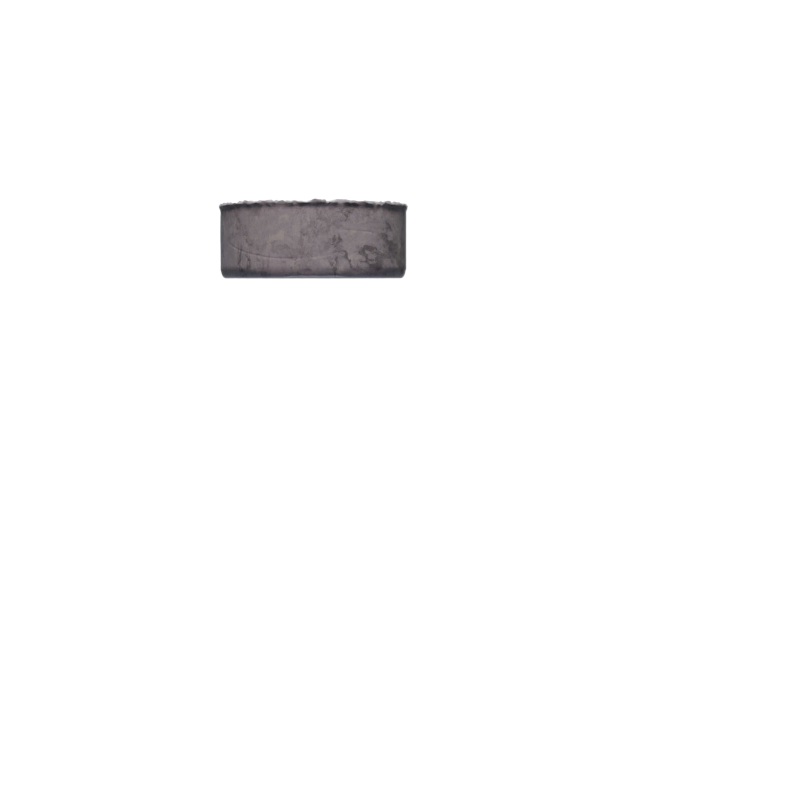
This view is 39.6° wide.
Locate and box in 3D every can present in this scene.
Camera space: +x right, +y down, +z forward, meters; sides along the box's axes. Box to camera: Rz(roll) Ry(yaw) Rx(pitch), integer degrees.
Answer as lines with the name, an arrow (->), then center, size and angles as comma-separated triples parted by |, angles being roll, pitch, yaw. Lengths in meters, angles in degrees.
can -> -0.039, -0.072, 0.504 | 0.086, 0.033, 0.086 | 0, 5, -2
